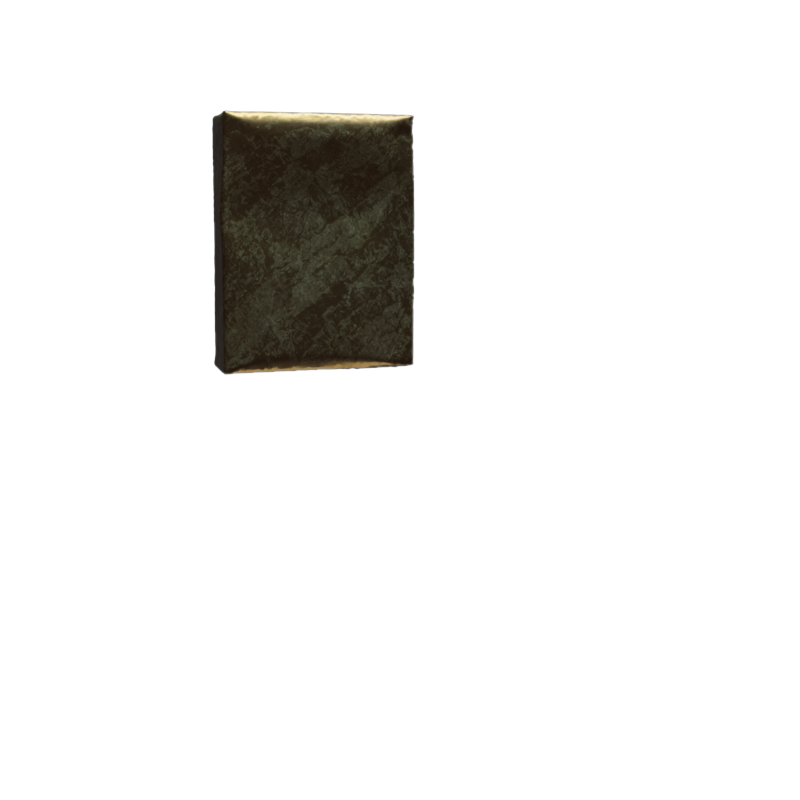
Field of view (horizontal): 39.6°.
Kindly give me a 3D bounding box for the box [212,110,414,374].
[{"bbox_3d":[-0.073,-0.133,0.928,0.161,0.212,0.073,-1,3,-14],"label":"box"}]
